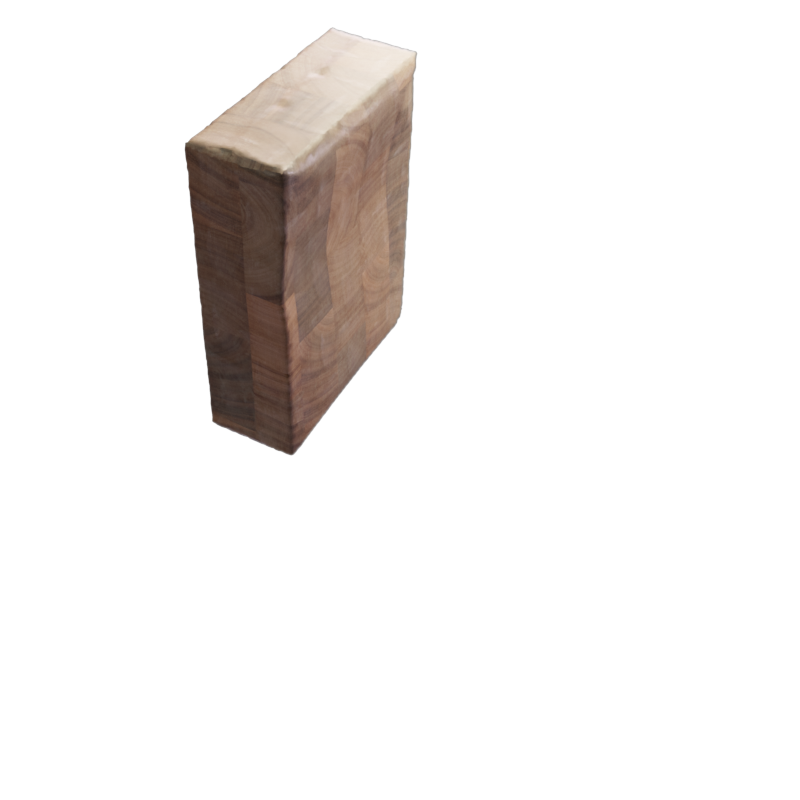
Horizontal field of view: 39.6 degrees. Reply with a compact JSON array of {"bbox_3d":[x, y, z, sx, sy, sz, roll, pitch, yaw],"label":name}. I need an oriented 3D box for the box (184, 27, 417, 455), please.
[{"bbox_3d":[-0.054,-0.099,0.696,0.075,0.199,0.169,19,44,18],"label":"box"}]
